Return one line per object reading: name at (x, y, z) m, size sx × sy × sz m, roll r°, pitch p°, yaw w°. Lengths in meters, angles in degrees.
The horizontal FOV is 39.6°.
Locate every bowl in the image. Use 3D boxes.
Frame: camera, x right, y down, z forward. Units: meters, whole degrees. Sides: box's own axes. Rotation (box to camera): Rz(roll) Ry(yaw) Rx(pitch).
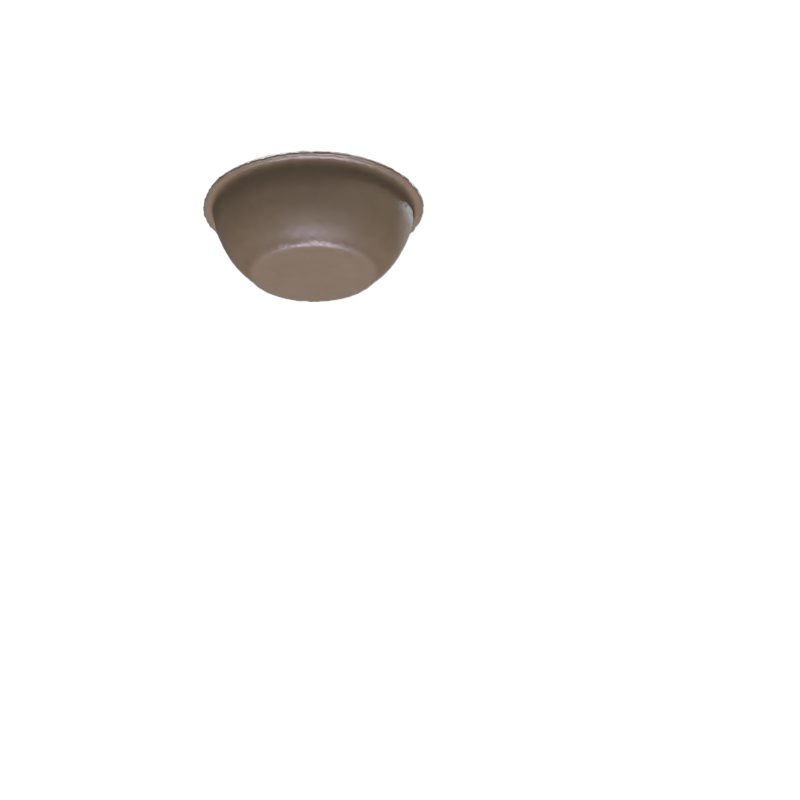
bowl at (-0.063, -0.115, 0.802) m, size 0.162 × 0.058 × 0.154 m, roll 1°, pitch -22°, yaw -2°
